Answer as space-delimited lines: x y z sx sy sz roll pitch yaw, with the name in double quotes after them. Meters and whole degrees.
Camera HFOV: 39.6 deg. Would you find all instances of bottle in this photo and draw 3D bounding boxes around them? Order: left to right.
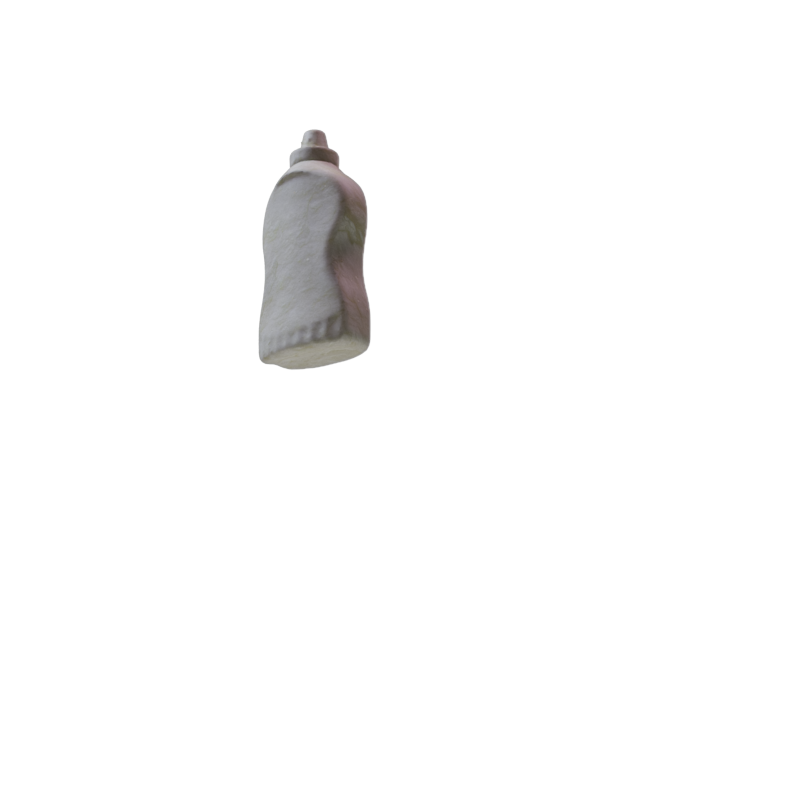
-0.069 -0.126 0.881 0.097 0.201 0.055 -18 -25 41 "bottle"
